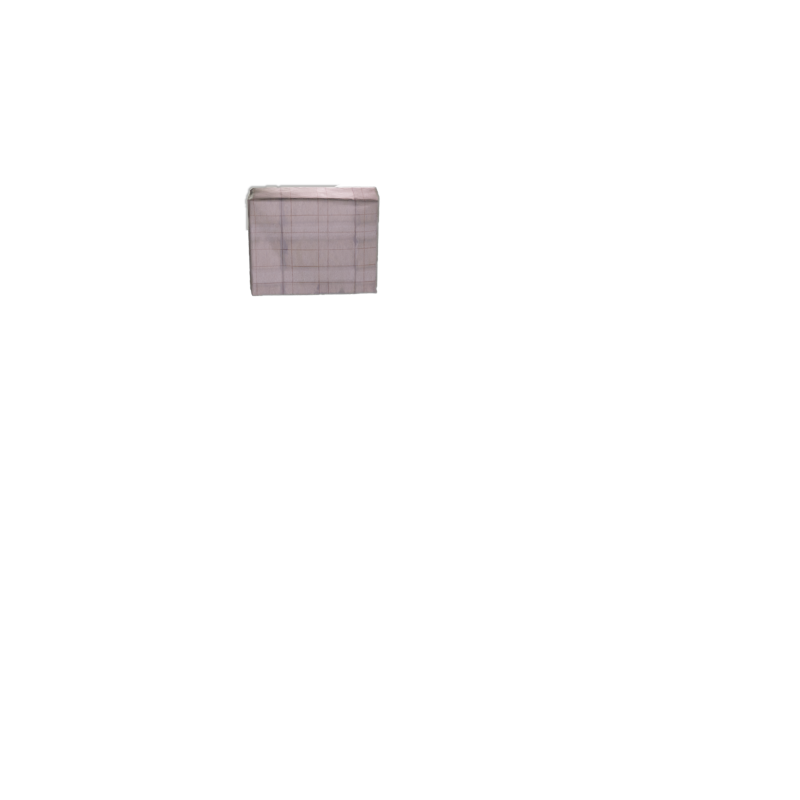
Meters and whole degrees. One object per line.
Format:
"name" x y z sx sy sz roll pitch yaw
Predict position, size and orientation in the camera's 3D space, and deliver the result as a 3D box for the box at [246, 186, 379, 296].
"box" -0.075 -0.137 0.960 0.113 0.085 0.041 1 23 -1
